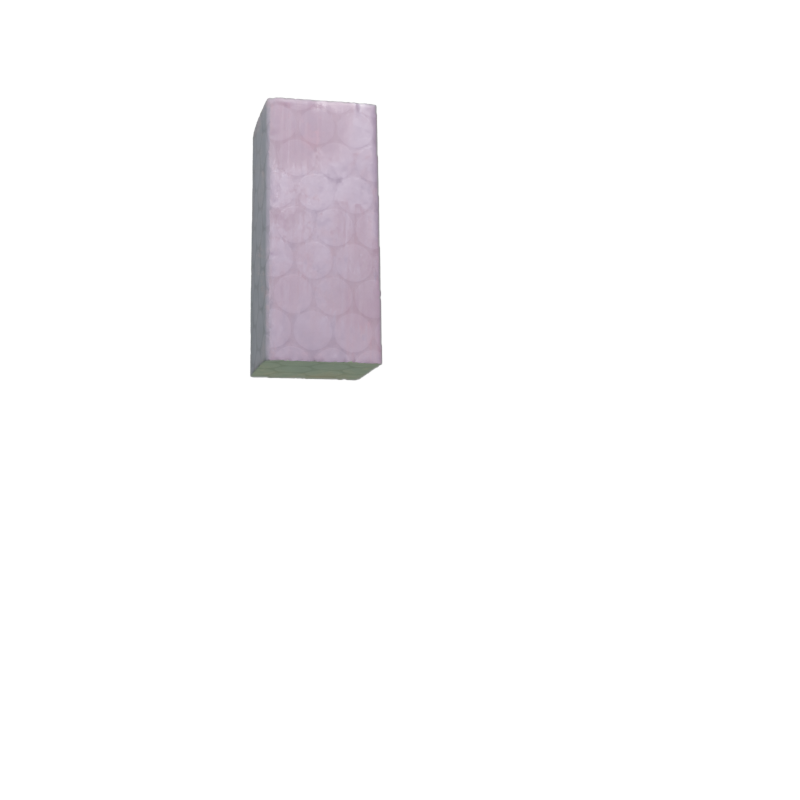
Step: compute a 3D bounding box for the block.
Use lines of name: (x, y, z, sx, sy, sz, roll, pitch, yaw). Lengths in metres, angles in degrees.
block: (-0.069, -0.126, 0.879, 0.089, 0.214, 0.089, 2, -14, -13)
